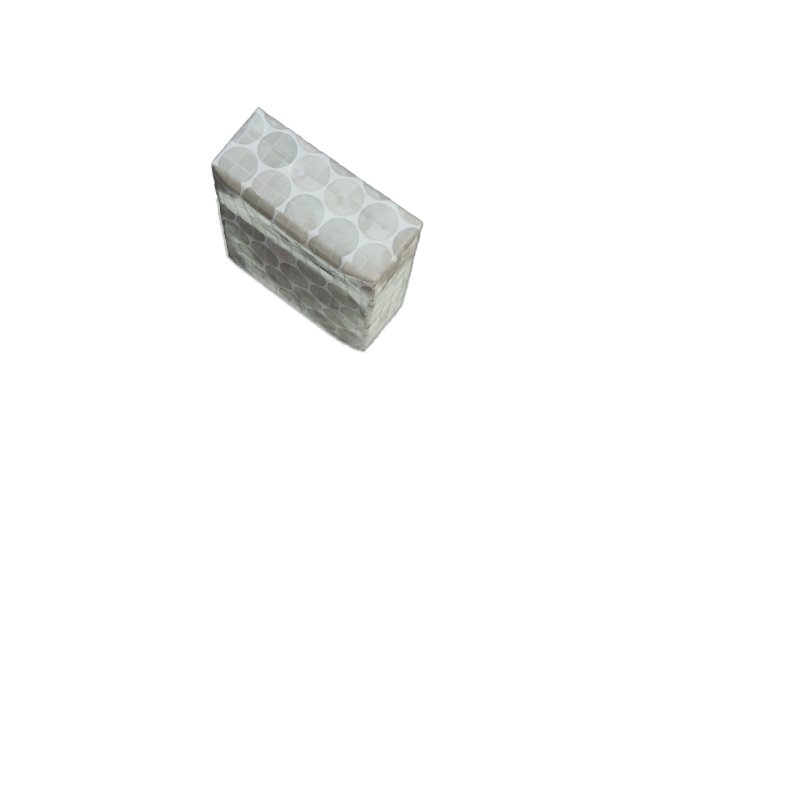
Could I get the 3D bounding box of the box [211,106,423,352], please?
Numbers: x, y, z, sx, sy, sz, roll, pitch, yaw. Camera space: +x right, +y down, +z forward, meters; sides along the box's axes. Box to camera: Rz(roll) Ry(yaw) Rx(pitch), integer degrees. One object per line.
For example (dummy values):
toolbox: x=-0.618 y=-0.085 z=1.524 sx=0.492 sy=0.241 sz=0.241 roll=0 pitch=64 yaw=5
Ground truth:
box: x=-0.074 y=-0.135 z=0.945 sx=0.168 sy=0.073 sz=0.206 roll=37 pitch=-13 yaw=7
